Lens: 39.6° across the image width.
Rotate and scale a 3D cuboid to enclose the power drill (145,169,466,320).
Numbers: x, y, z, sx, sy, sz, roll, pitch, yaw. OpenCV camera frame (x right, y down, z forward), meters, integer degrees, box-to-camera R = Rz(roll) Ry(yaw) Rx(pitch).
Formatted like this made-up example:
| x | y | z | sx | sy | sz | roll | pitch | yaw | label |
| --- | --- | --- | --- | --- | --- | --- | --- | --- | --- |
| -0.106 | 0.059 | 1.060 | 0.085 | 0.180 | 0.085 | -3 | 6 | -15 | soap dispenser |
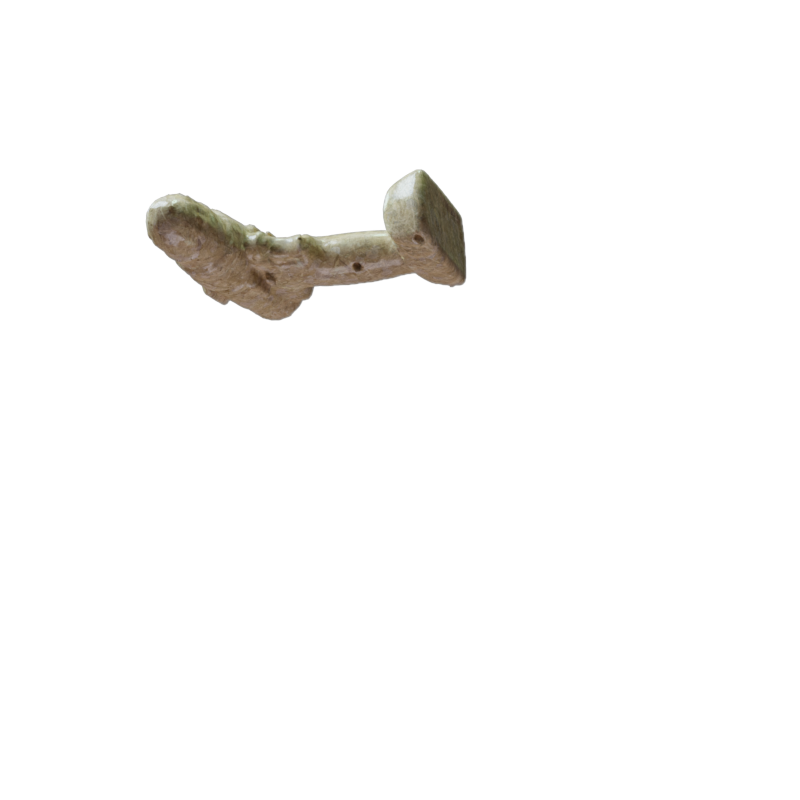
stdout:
| x | y | z | sx | sy | sz | roll | pitch | yaw | label |
| --- | --- | --- | --- | --- | --- | --- | --- | --- | --- |
| -0.060 | -0.110 | 0.767 | 0.191 | 0.060 | 0.174 | -5 | -14 | 22 | power drill |
